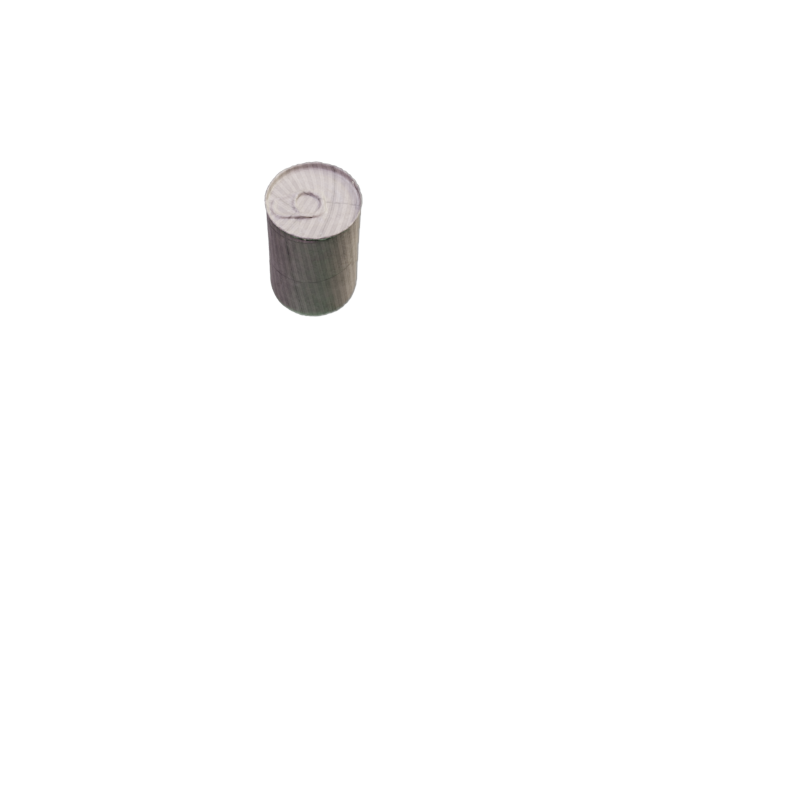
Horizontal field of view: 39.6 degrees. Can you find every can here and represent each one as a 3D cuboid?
[{"bbox_3d":[-0.063,-0.115,0.806,0.068,0.073,0.096,0,-31,-3],"label":"can"}]
